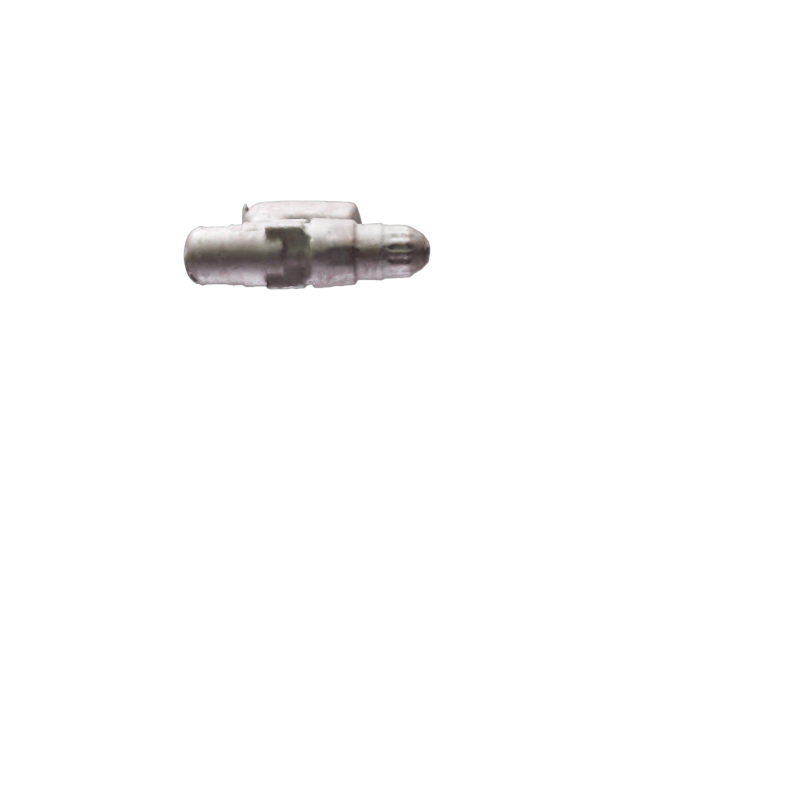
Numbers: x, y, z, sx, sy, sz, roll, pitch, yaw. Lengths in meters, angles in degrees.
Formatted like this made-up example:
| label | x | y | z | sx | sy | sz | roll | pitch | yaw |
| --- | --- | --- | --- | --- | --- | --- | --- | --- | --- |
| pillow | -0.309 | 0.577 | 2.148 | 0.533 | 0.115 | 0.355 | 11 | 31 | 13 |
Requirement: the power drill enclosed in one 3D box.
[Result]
| label | x | y | z | sx | sy | sz | roll | pitch | yaw |
| --- | --- | --- | --- | --- | --- | --- | --- | --- | --- |
| power drill | -0.070 | -0.128 | 0.898 | 0.185 | 0.056 | 0.191 | 0 | 13 | 2 |
